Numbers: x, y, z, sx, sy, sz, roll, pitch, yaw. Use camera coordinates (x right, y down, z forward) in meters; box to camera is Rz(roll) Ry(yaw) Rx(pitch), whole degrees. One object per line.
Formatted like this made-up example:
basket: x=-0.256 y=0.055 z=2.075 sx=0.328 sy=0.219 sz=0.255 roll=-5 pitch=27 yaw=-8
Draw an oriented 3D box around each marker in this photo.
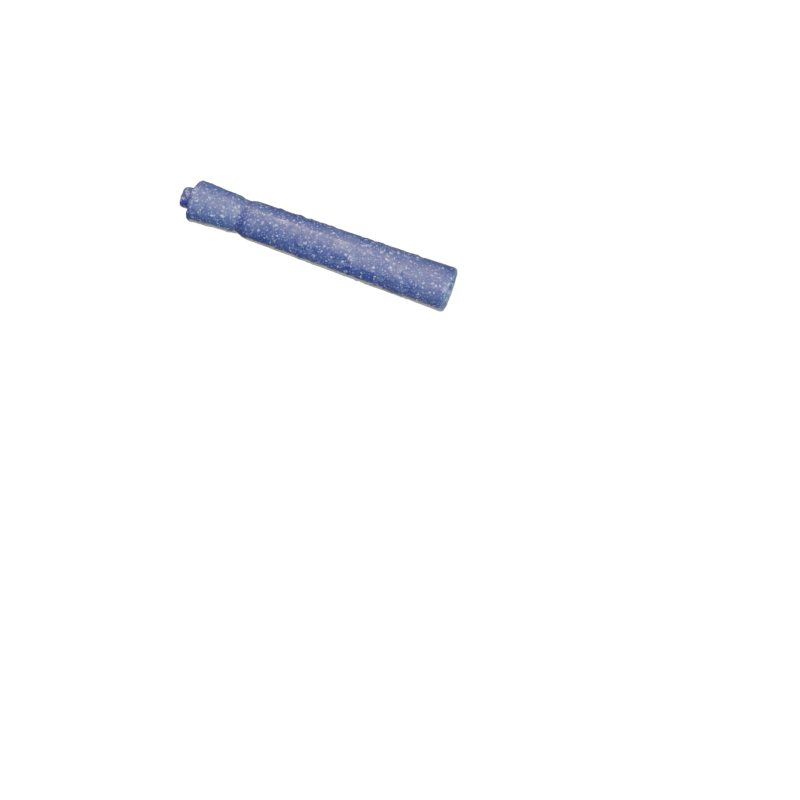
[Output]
marker: x=-0.036 y=-0.066 z=0.462 sx=0.124 sy=0.019 sz=0.019 roll=21 pitch=8 yaw=13
